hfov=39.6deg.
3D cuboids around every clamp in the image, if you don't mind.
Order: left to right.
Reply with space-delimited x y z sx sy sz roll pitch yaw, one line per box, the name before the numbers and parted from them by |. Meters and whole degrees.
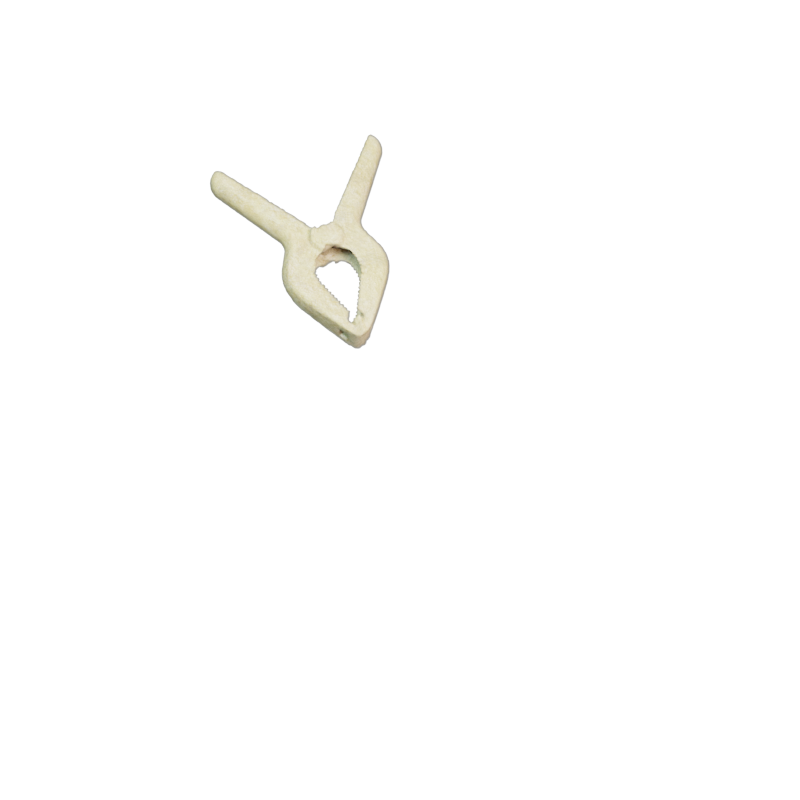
clamp | -0.077 -0.141 0.988 0.163 0.225 0.034 -10 -29 -6
